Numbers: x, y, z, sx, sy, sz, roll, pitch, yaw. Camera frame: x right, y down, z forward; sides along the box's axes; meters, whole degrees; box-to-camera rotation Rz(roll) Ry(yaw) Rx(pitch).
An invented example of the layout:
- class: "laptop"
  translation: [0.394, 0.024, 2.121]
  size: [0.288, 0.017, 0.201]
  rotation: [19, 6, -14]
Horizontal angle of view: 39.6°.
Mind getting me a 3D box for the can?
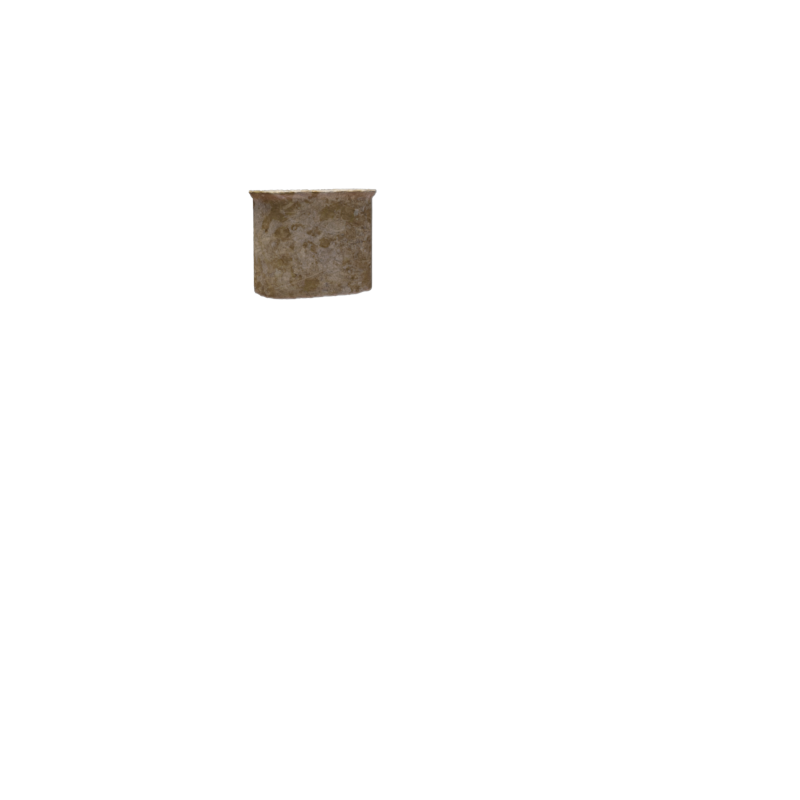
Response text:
- class: "can"
  translation: [-0.069, -0.126, 0.884]
  size: [0.099, 0.083, 0.060]
  rotation: [-6, 8, -35]
